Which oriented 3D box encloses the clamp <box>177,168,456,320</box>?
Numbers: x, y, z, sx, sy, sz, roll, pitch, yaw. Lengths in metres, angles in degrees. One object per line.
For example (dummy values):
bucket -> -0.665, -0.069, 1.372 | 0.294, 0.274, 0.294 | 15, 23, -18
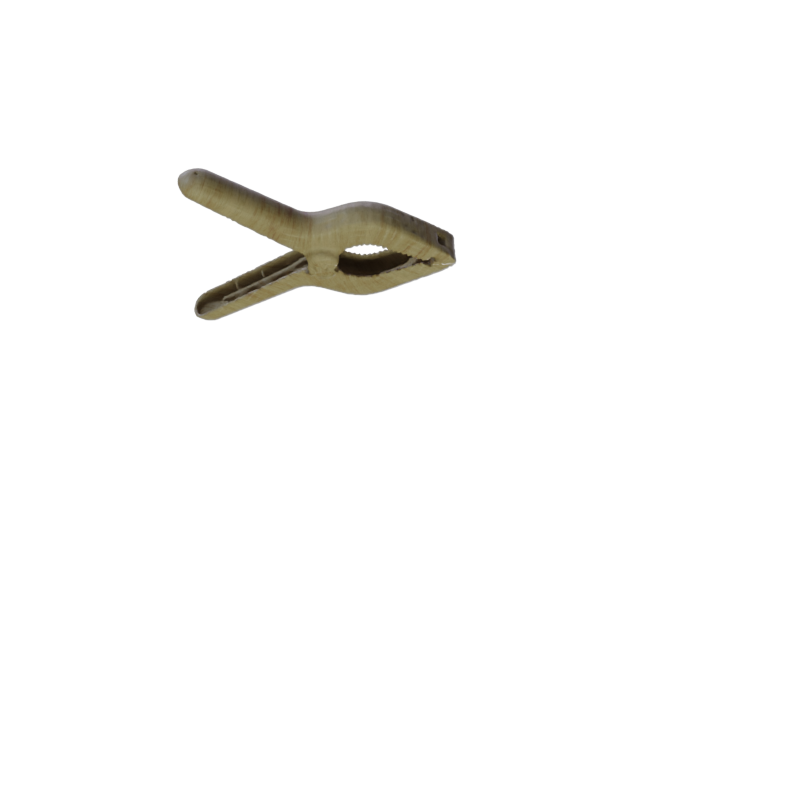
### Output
clamp -> -0.065, -0.118, 0.828 | 0.211, 0.039, 0.153 | -3, -33, 4
